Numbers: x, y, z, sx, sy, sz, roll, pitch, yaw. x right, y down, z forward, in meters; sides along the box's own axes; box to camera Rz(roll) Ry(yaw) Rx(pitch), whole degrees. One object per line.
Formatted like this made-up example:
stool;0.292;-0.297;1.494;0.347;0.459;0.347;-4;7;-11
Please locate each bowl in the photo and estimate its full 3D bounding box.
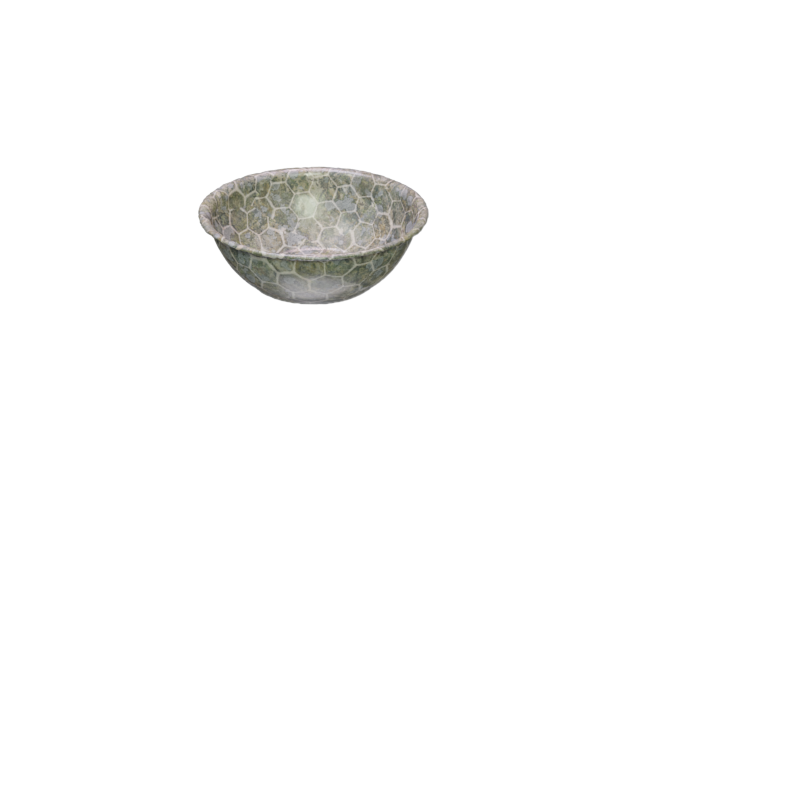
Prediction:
bowl;-0.062;-0.113;0.790;0.162;0.052;0.172;-1;30;-2
